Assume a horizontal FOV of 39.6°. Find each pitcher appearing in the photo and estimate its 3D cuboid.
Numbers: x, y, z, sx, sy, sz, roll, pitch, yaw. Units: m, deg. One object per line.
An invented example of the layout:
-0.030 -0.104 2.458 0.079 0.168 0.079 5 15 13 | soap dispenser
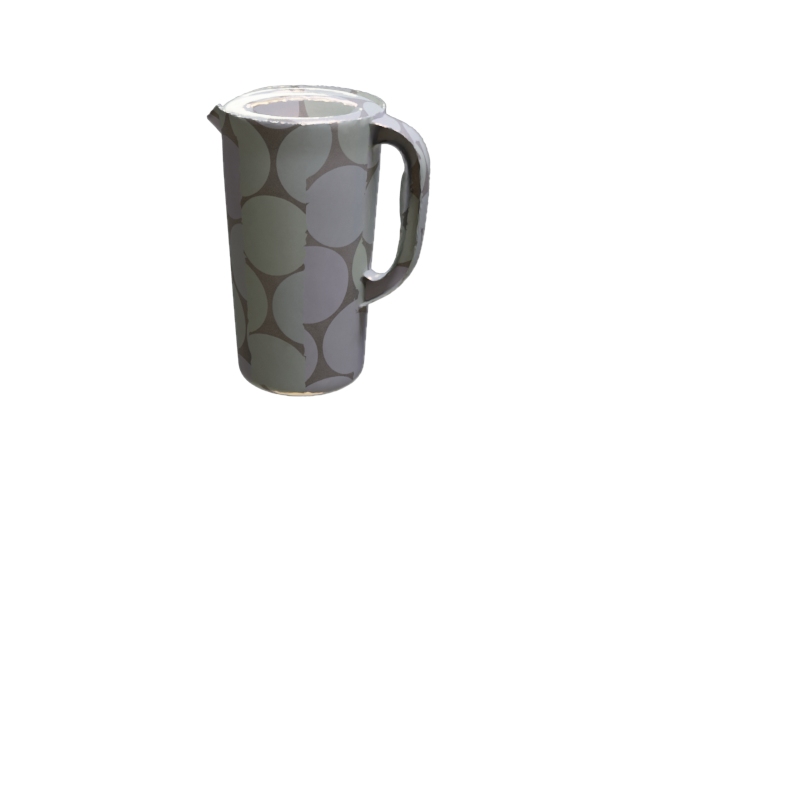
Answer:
-0.071 -0.129 0.904 0.142 0.232 0.160 -9 25 -22 | pitcher
